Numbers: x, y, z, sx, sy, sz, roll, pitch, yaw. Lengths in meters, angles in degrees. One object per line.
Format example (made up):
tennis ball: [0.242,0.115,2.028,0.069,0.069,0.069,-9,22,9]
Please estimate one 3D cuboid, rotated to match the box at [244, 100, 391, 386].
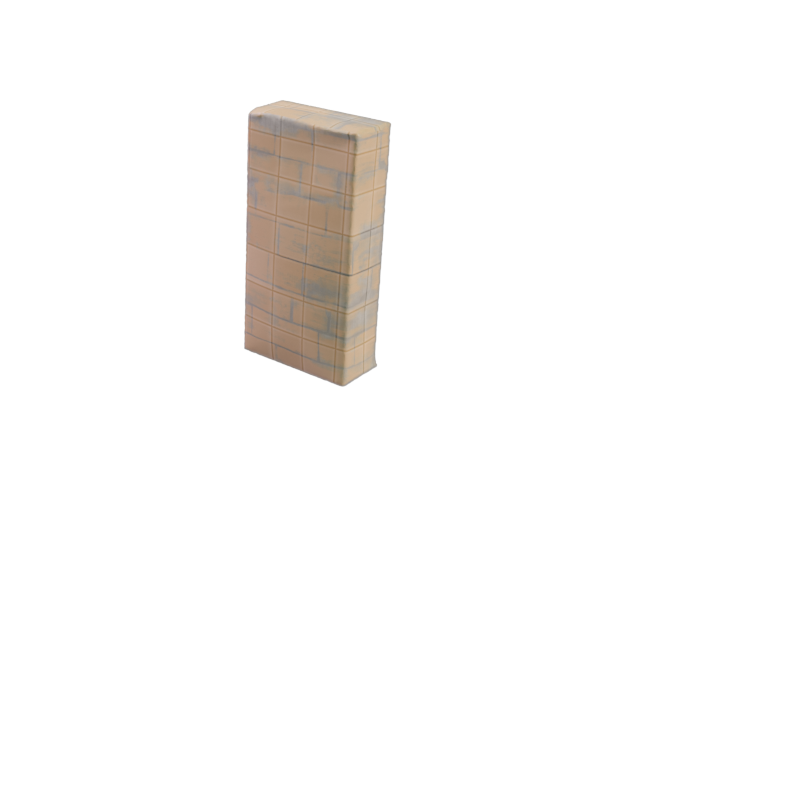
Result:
box: [-0.059,-0.107,0.748,0.098,0.168,0.048,18,28,33]
